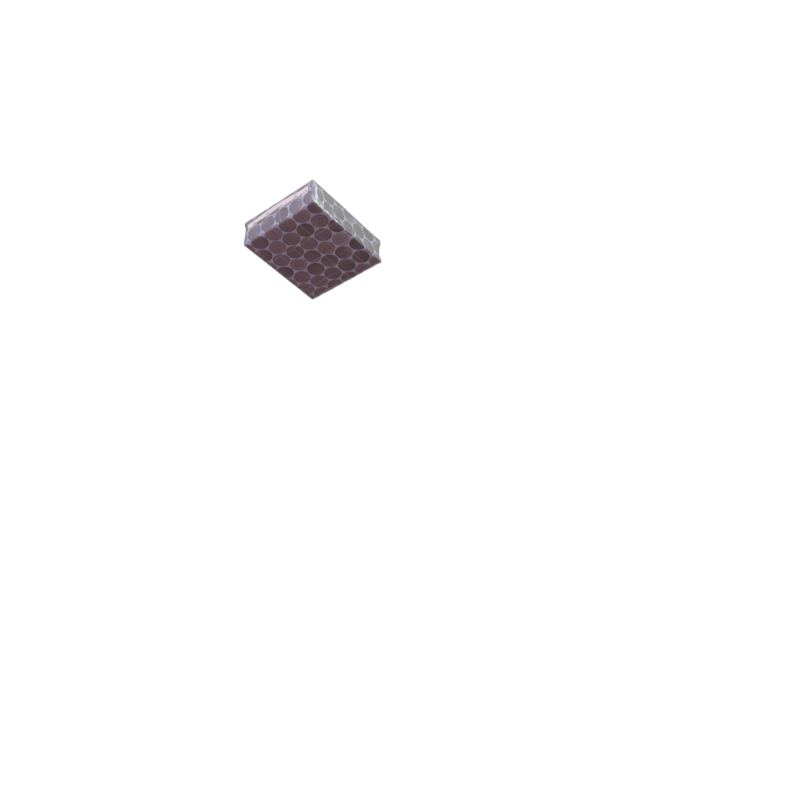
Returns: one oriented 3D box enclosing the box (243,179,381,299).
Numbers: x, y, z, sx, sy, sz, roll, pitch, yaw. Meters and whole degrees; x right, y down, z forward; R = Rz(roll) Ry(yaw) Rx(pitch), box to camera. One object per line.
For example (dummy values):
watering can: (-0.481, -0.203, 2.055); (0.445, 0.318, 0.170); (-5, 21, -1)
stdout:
box: (-0.070, -0.127, 0.894); (0.073, 0.032, 0.083); (-29, -48, 28)
